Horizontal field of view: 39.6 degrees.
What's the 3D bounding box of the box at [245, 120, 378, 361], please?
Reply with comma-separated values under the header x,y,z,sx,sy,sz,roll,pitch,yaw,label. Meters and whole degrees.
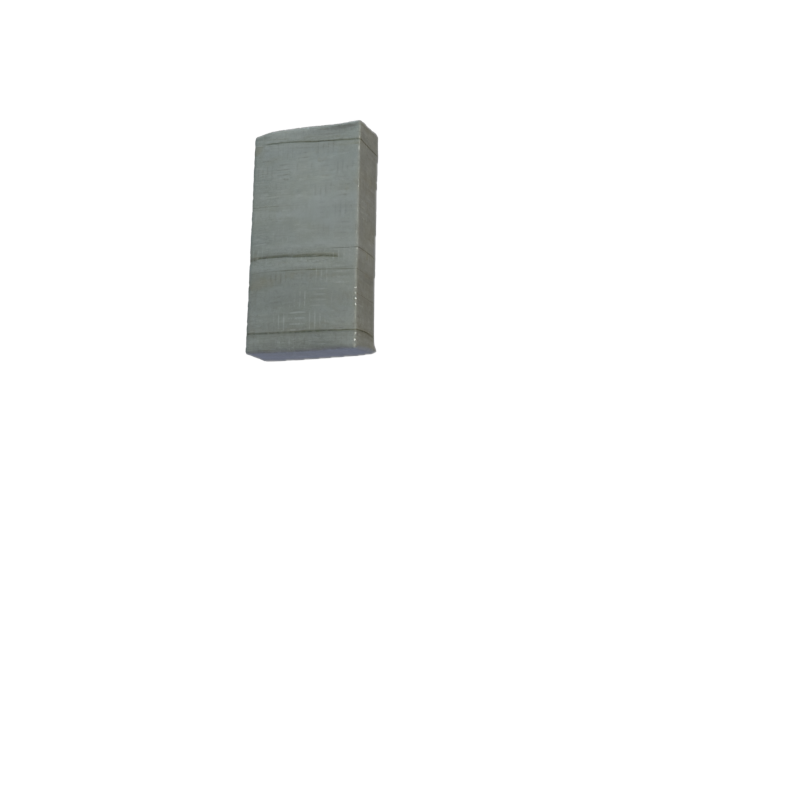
x,y,z,sx,sy,sz,roll,pitch,yaw,label
-0.066,-0.121,0.845,0.095,0.182,0.045,-6,-14,22,box
